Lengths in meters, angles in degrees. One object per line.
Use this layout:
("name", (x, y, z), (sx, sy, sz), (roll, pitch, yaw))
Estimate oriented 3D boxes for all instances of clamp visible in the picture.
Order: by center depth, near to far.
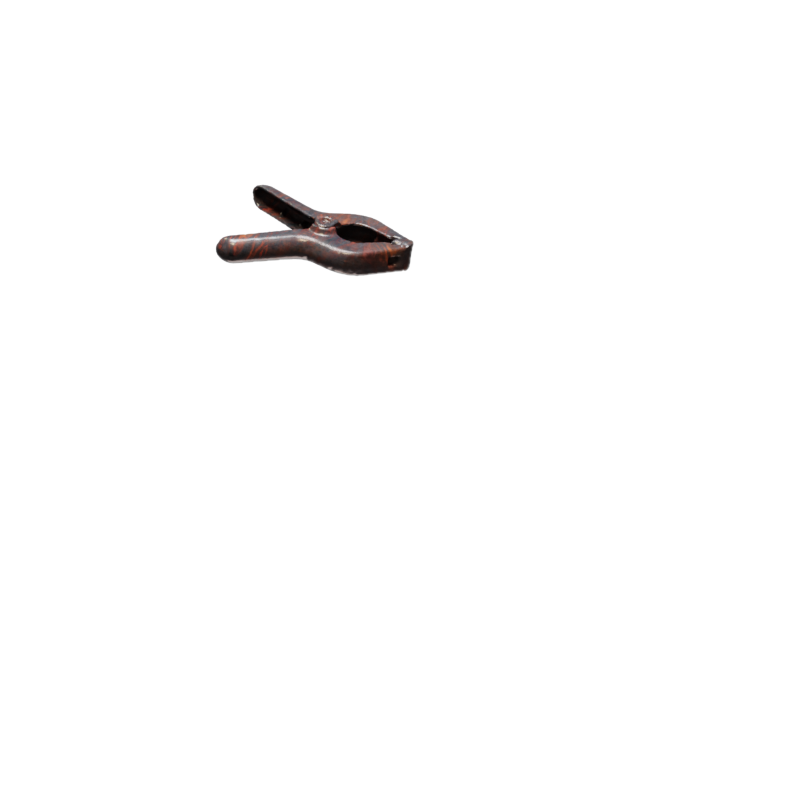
("clamp", (-0.078, -0.142, 0.997), (0.177, 0.037, 0.125), (16, 44, 17))
